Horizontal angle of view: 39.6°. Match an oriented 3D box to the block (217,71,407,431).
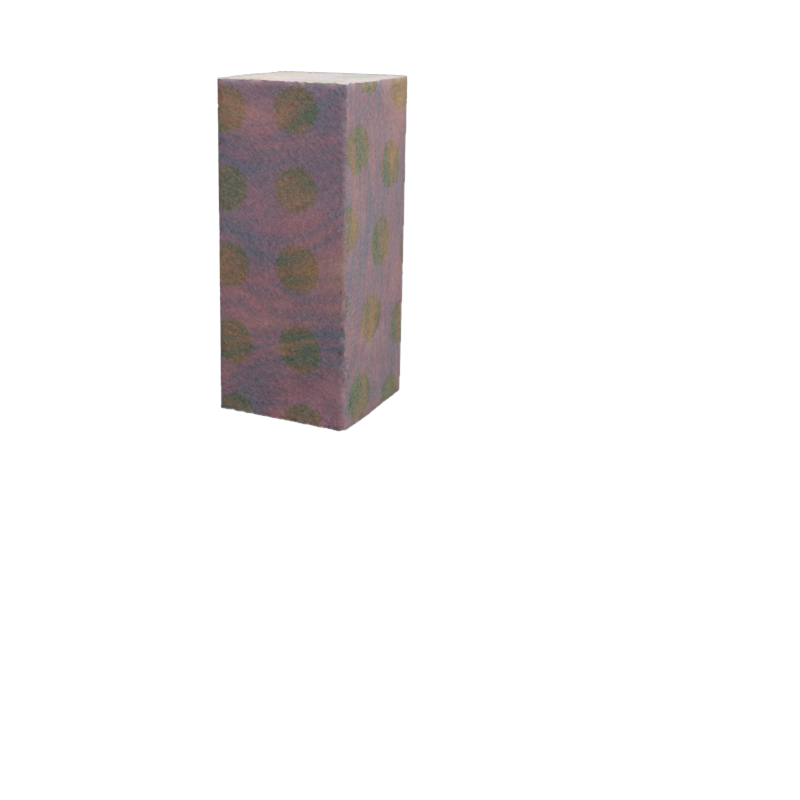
[{"bbox_3d":[-0.054,-0.099,0.694,0.094,0.200,0.090,7,15,25],"label":"block"}]
